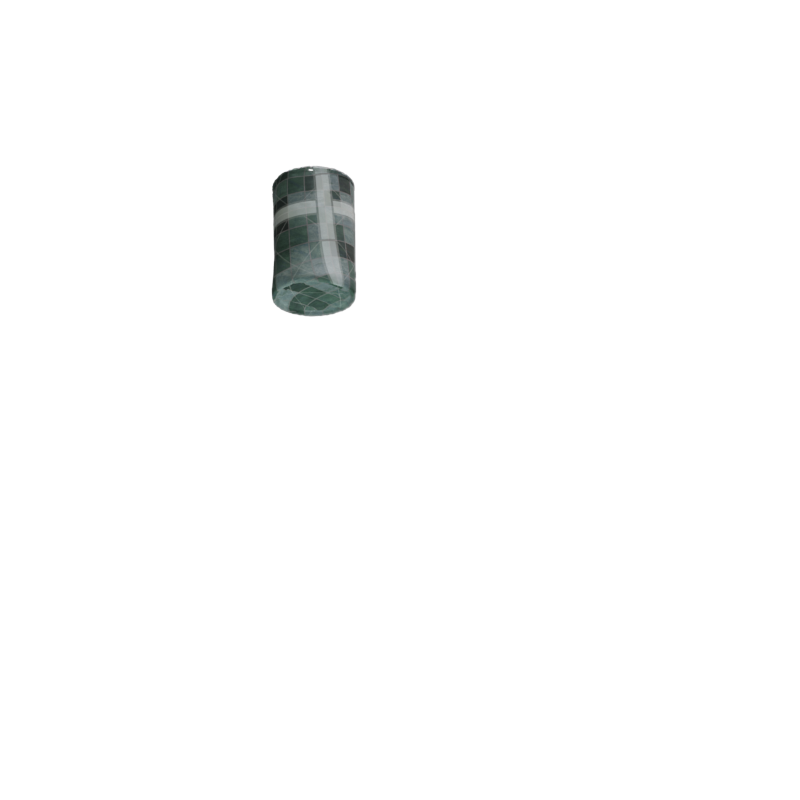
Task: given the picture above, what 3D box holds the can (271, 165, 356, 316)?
[{"bbox_3d":[-0.069,-0.126,0.885,0.068,0.108,0.065,0,-26,-2],"label":"can"}]
